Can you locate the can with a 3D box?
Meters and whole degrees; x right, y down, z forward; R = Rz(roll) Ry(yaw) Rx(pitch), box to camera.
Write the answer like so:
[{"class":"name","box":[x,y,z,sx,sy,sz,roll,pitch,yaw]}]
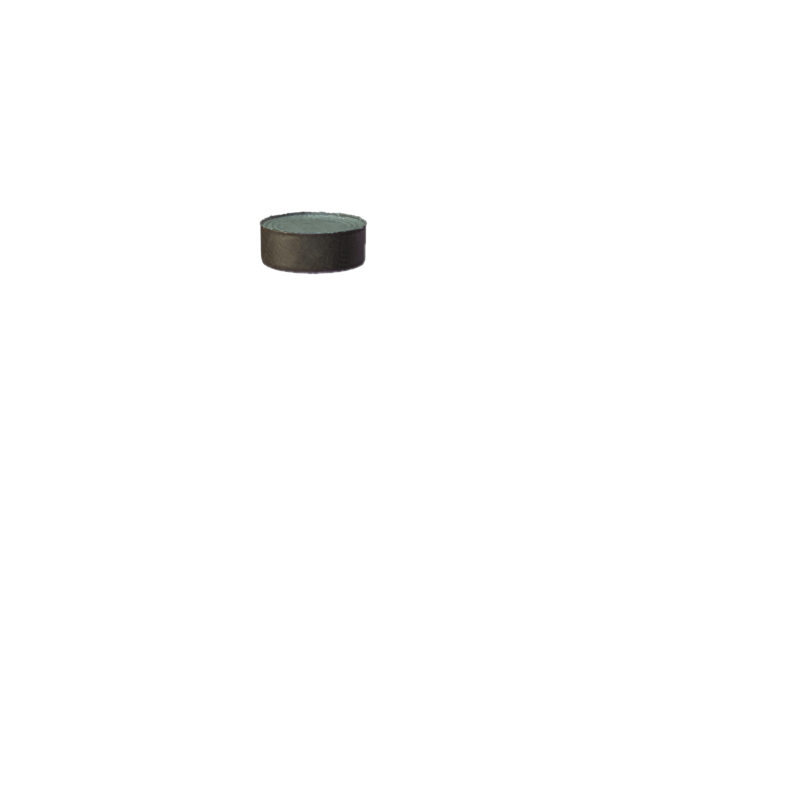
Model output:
[{"class":"can","box":[-0.070,-0.127,0.888,0.086,0.032,0.089,-1,19,-2]}]
